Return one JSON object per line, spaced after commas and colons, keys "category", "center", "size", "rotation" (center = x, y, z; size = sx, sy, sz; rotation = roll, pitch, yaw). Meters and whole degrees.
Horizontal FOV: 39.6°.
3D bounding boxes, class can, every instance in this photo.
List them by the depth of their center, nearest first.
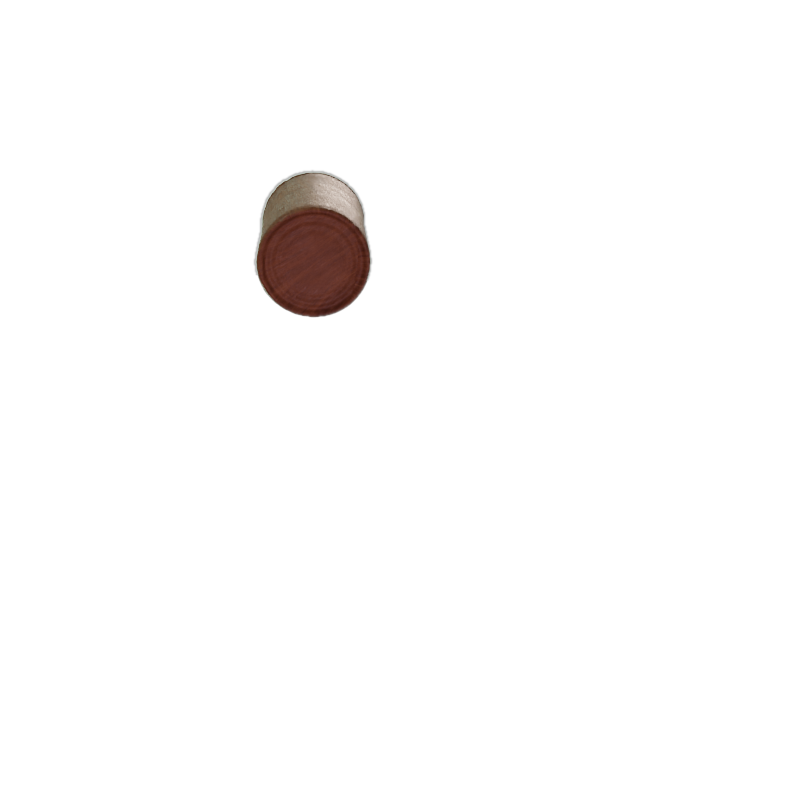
{"category": "can", "center": [-0.053, -0.097, 0.683], "size": [0.068, 0.066, 0.107], "rotation": [0, 20, -3]}
